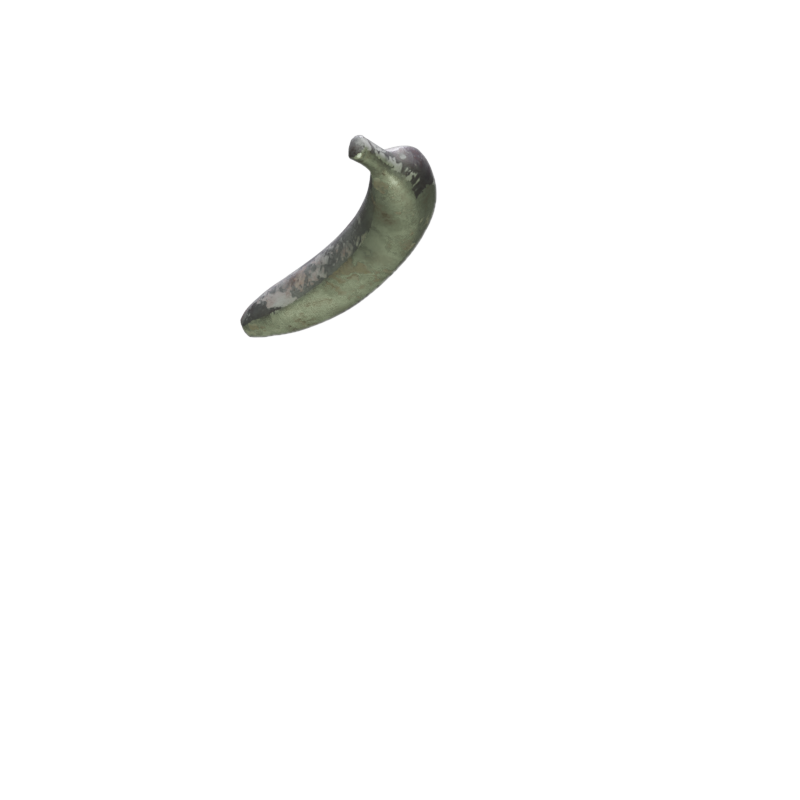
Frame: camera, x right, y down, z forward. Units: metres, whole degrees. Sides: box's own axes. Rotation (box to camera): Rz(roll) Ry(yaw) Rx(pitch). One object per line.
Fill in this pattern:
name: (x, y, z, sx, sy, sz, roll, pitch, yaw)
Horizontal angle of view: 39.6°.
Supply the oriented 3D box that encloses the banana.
banana: (-0.029, -0.085, 0.606, 0.067, 0.039, 0.191, 11, -30, -20)
